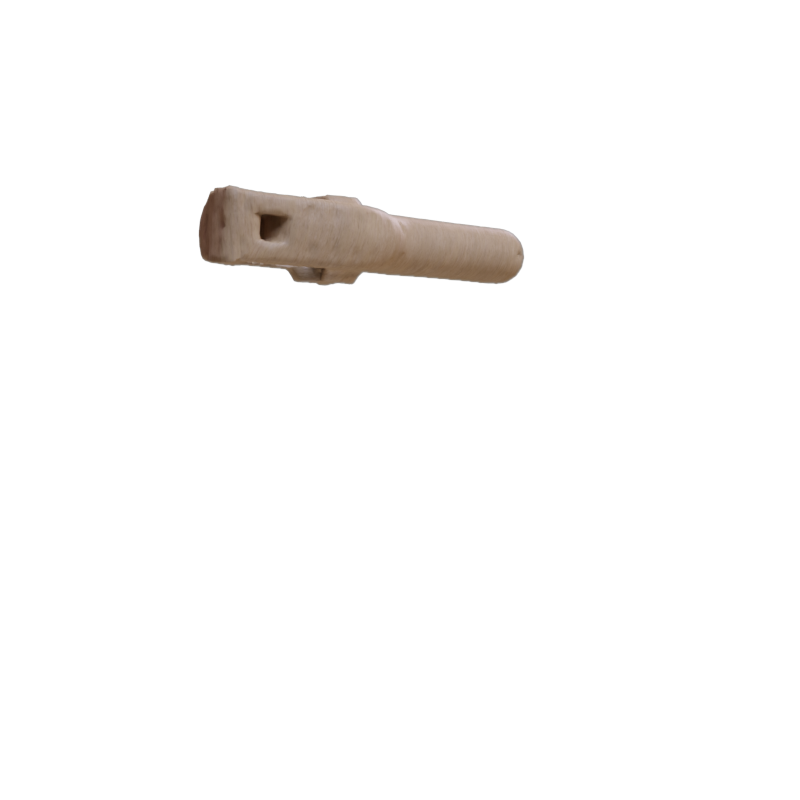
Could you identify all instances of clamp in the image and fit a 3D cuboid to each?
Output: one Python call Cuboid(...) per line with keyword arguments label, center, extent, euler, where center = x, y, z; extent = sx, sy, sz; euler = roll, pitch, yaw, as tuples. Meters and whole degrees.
Cuboid(label="clamp", center=(-0.036, -0.066, 0.465), extent=(0.124, 0.040, 0.164), euler=(-1, -1, 34))
